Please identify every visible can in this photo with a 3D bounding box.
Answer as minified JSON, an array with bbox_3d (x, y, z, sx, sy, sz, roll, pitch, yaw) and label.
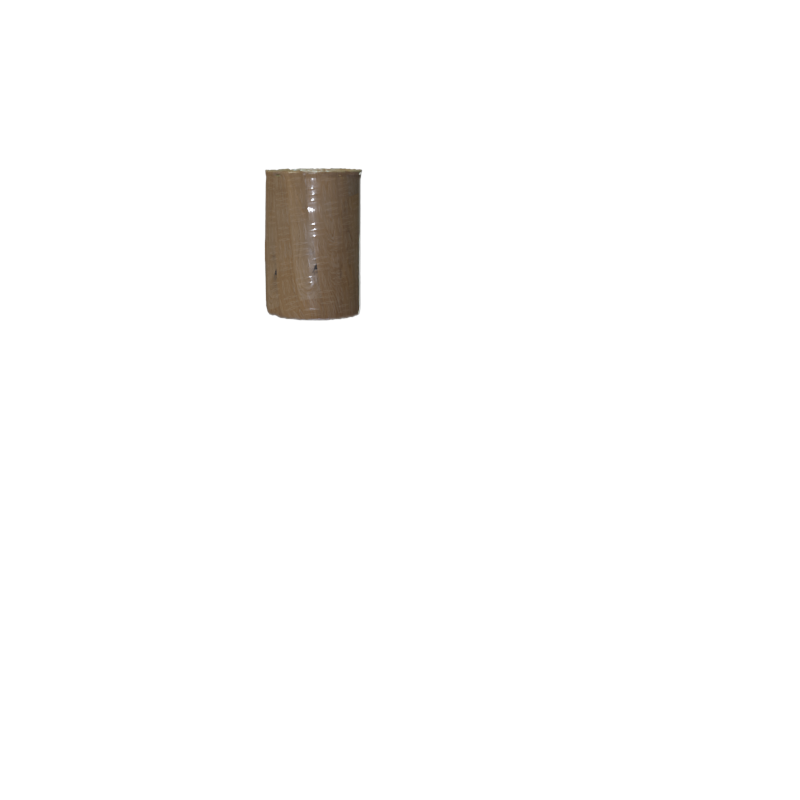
[{"bbox_3d":[-0.061,-0.111,0.779,0.068,0.101,0.070,0,7,-2],"label":"can"}]
